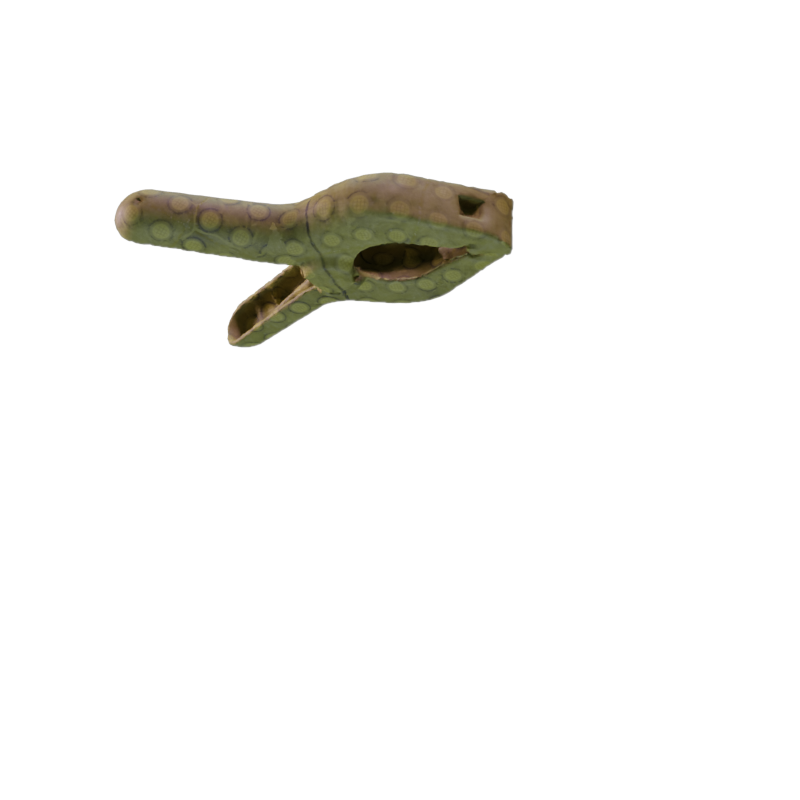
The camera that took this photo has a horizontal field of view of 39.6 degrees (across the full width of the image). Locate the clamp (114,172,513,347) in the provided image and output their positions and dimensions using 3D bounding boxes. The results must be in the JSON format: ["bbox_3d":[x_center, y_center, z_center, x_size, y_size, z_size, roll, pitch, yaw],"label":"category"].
[{"bbox_3d":[-0.039,-0.071,0.495,0.174,0.041,0.112,-14,-27,28],"label":"clamp"}]
